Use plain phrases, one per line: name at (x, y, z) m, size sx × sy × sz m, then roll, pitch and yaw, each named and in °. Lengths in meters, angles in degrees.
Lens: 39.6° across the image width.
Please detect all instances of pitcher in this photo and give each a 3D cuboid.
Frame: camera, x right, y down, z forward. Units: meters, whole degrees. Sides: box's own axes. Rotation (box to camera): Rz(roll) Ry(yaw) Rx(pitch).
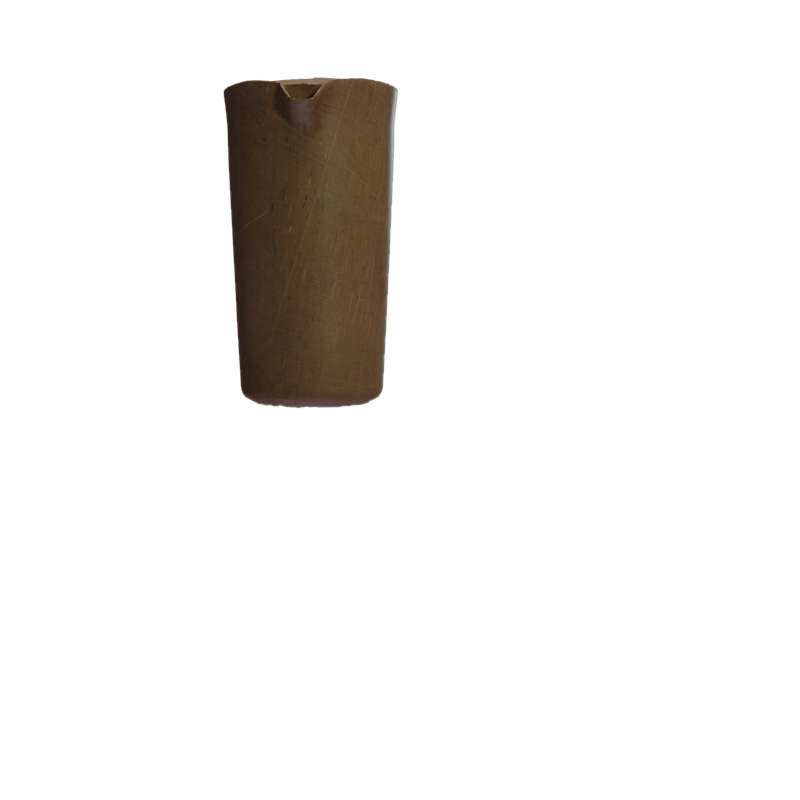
pitcher at (-0.067, -0.122, 0.855) m, size 0.143 × 0.244 × 0.150 m, roll 0°, pitch 0°, yaw -44°
